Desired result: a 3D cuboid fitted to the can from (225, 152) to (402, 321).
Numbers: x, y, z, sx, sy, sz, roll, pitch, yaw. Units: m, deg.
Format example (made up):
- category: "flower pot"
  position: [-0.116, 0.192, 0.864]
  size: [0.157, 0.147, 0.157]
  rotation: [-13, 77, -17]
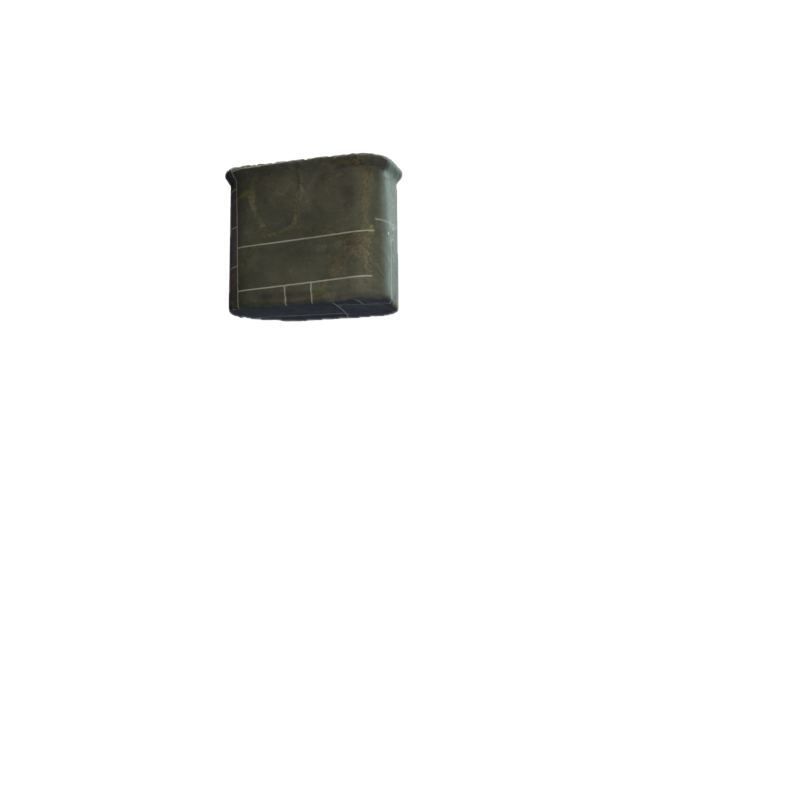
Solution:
- category: "can"
  position: [-0.050, -0.092, 0.644]
  size: [0.104, 0.087, 0.055]
  rotation: [-4, -12, 18]
